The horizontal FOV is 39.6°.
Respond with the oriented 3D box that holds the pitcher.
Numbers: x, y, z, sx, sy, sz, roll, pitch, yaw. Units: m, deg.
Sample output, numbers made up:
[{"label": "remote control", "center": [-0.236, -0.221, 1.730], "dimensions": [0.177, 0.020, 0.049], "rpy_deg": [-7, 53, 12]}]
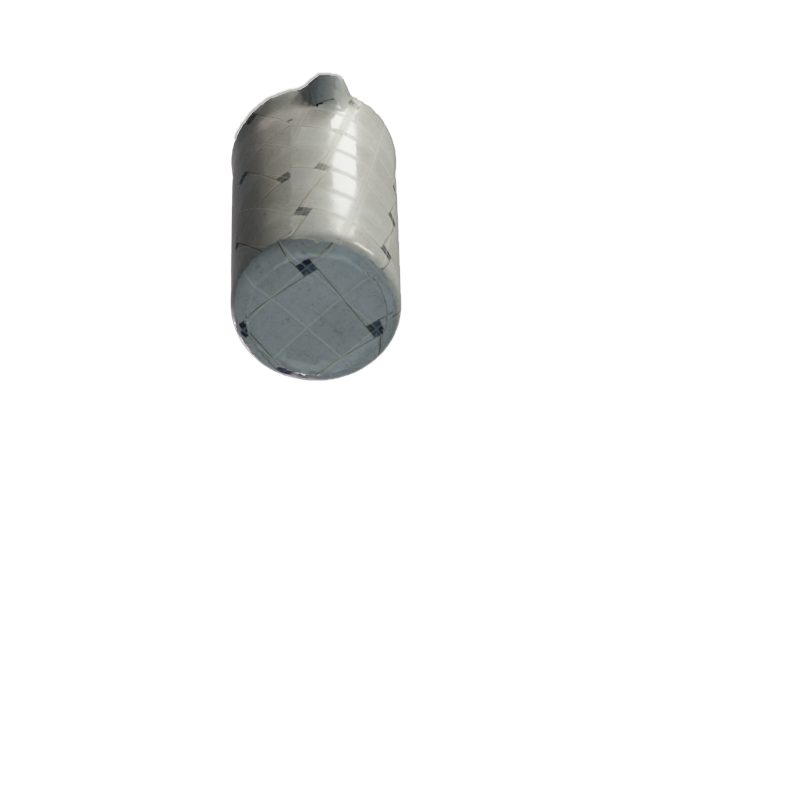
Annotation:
[{"label": "pitcher", "center": [-0.063, -0.114, 0.801], "dimensions": [0.145, 0.140, 0.259], "rpy_deg": [-30, 30, 15]}]
